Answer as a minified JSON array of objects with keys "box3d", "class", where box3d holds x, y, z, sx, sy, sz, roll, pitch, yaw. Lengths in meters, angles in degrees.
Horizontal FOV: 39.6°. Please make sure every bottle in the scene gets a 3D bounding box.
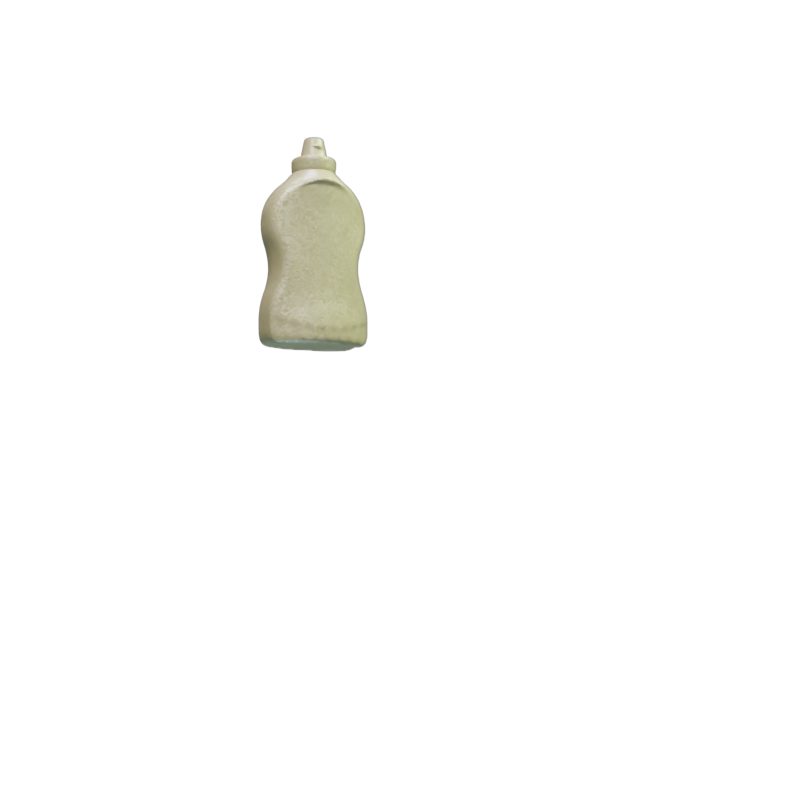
[{"box3d":[-0.078,-0.142,0.996,0.093,0.197,0.059,4,-13,-24],"class":"bottle"}]
